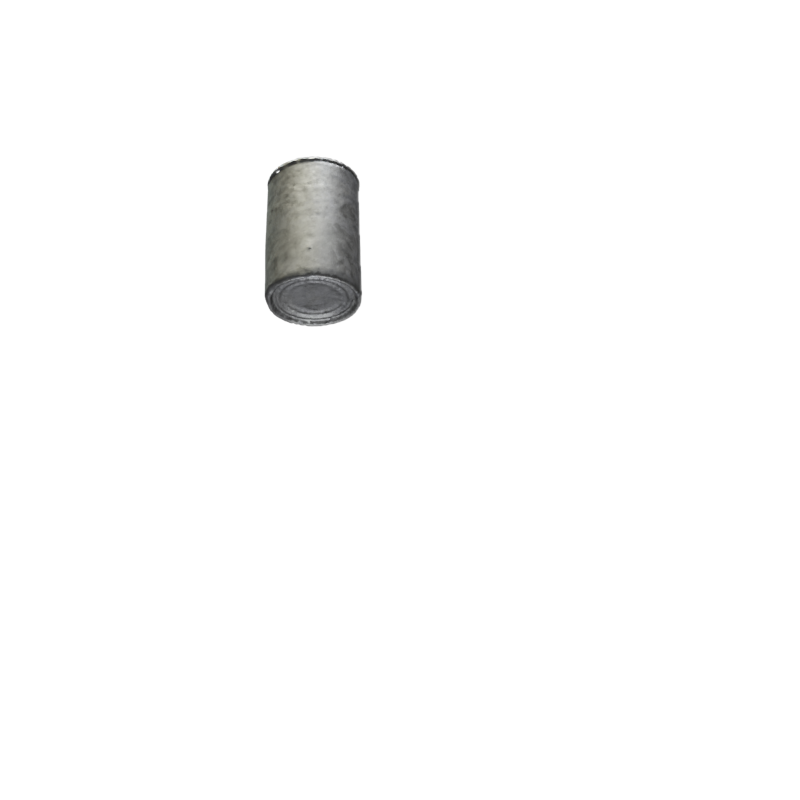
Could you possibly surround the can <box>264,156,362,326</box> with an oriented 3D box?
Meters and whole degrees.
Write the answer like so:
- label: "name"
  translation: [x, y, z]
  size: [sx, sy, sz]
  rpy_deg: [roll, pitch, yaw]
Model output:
- label: "can"
  translation: [-0.062, -0.112, 0.786]
  size: [0.068, 0.109, 0.064]
  rpy_deg: [-1, -32, -2]
